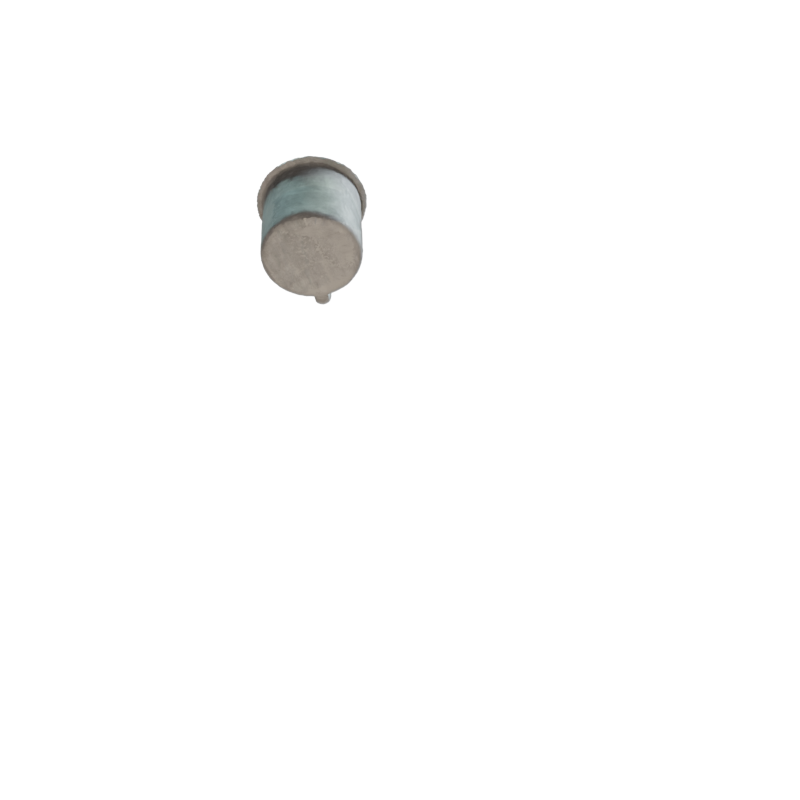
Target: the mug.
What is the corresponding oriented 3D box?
[{"bbox_3d":[-0.071,-0.130,0.913,0.093,0.109,0.087,-4,39,2],"label":"mug"}]
